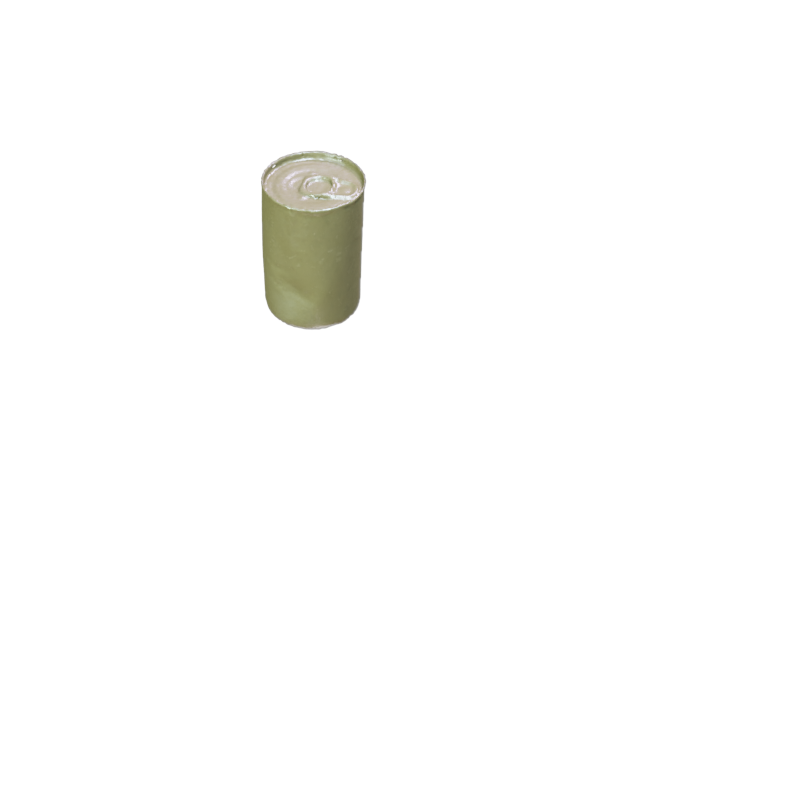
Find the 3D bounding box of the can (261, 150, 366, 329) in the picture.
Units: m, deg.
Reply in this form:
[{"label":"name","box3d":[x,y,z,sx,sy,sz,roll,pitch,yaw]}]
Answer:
[{"label":"can","box3d":[-0.058,-0.106,0.744,0.068,0.095,0.073,0,41,-3]}]
